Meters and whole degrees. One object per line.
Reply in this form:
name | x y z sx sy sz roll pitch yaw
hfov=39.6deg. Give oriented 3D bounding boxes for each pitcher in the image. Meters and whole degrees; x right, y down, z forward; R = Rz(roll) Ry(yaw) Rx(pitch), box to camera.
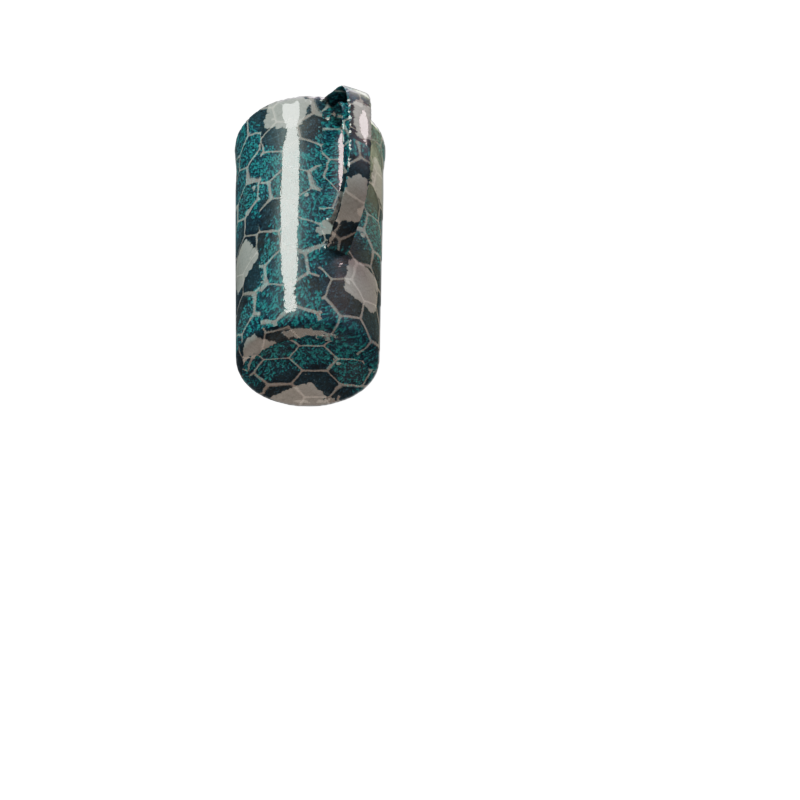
pitcher | -0.070 -0.128 0.894 0.146 0.261 0.137 -14 -39 14
